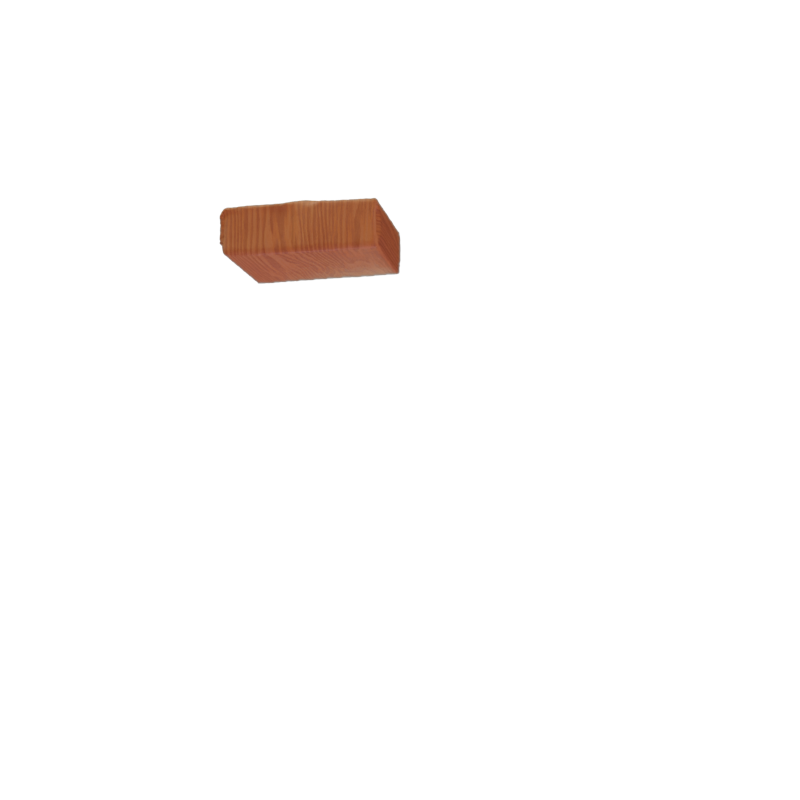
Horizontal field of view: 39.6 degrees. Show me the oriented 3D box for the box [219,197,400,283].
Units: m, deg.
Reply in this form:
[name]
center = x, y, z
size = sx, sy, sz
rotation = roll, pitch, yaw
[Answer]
[box]
center = -0.049, -0.089, 0.626
size = 0.091, 0.031, 0.070
rotation = -2, -8, 12
